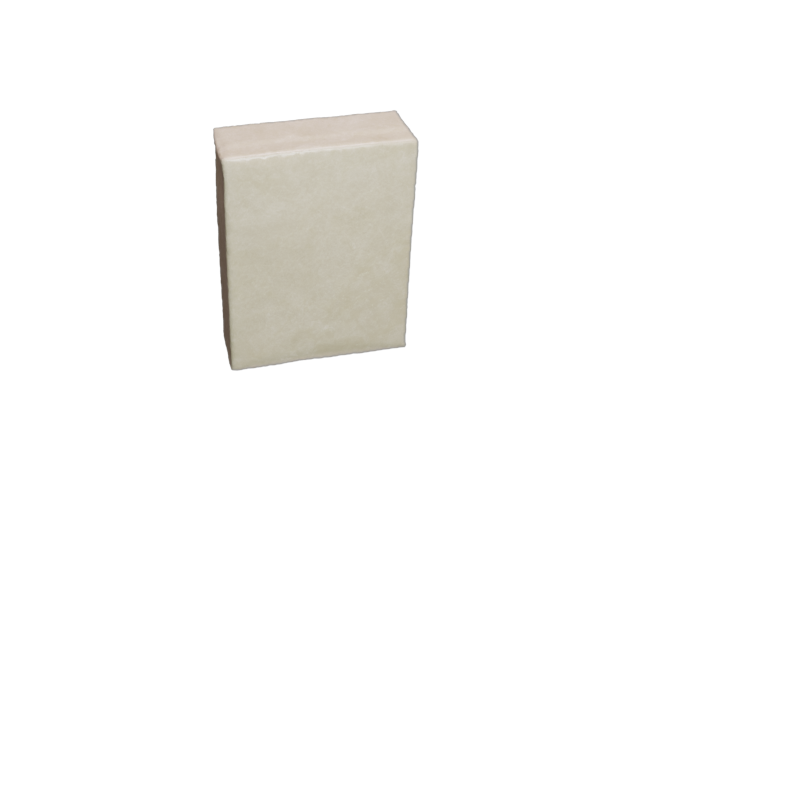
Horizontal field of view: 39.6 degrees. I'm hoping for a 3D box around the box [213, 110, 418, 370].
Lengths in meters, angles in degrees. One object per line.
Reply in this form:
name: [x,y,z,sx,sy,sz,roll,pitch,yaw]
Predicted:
box: [-0.076,-0.138,0.966,0.162,0.200,0.077,-7,35,-12]
